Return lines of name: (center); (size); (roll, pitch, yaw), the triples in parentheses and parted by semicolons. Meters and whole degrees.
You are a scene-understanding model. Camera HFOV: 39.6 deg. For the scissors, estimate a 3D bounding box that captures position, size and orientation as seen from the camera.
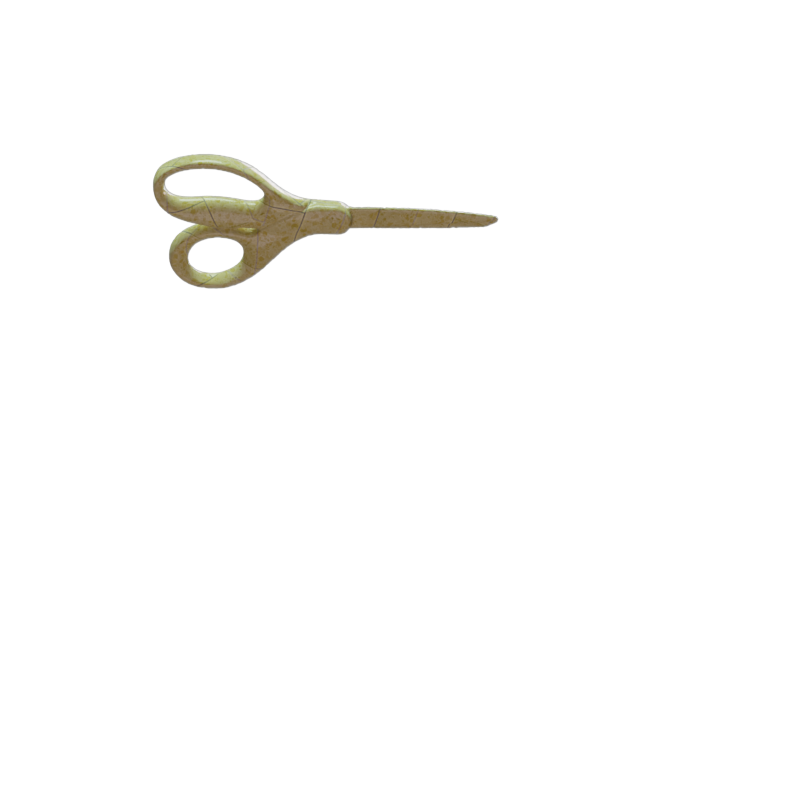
scissors: (-0.052, -0.095, 0.665); (0.198, 0.092, 0.017); (14, 34, -9)
